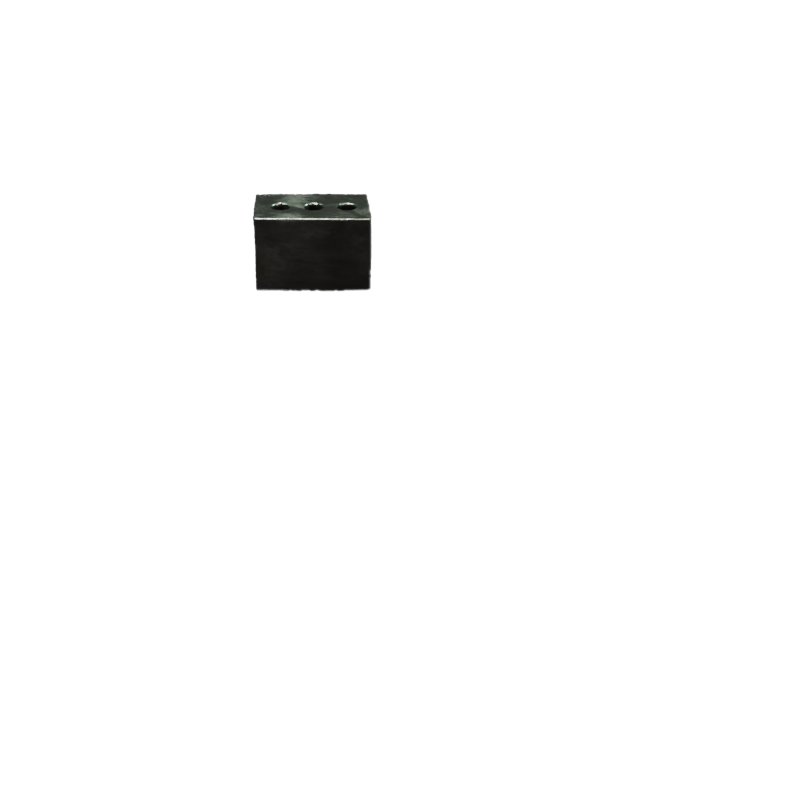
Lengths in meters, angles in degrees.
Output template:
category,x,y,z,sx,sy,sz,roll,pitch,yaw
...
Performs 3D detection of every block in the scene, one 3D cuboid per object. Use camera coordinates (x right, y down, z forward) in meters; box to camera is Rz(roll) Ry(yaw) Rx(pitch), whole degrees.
category,x,y,z,sx,sy,sz,roll,pitch,yaw
block,-0.058,-0.105,0.737,0.078,0.049,0.055,0,24,-2
